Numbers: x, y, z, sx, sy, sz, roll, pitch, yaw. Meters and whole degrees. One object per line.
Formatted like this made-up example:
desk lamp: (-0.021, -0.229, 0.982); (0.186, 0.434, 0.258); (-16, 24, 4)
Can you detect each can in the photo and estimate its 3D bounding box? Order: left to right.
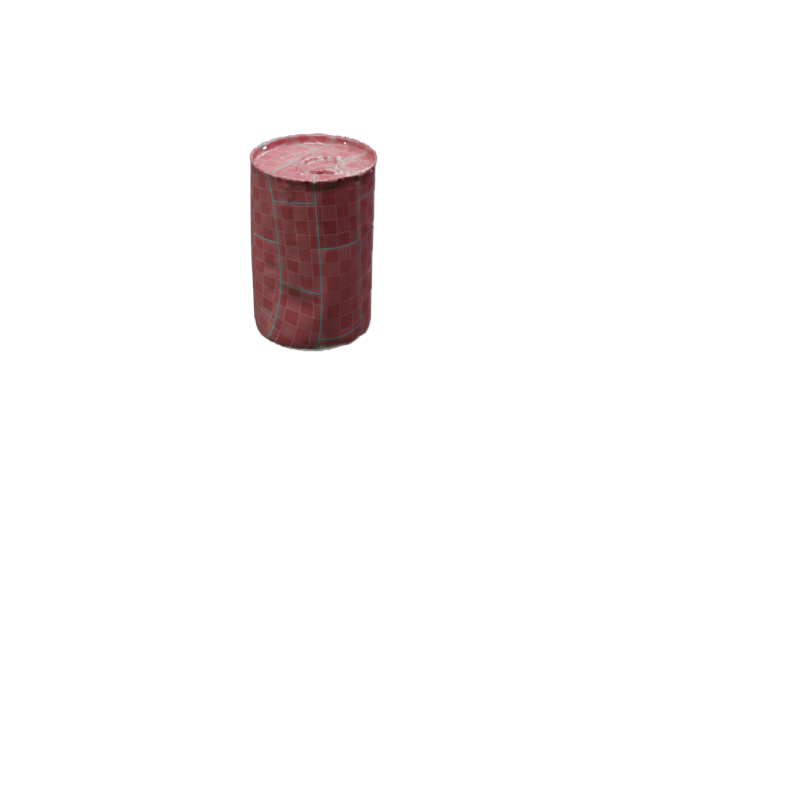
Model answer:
can: (-0.048, -0.087, 0.608); (0.068, 0.096, 0.073); (0, 29, -2)
